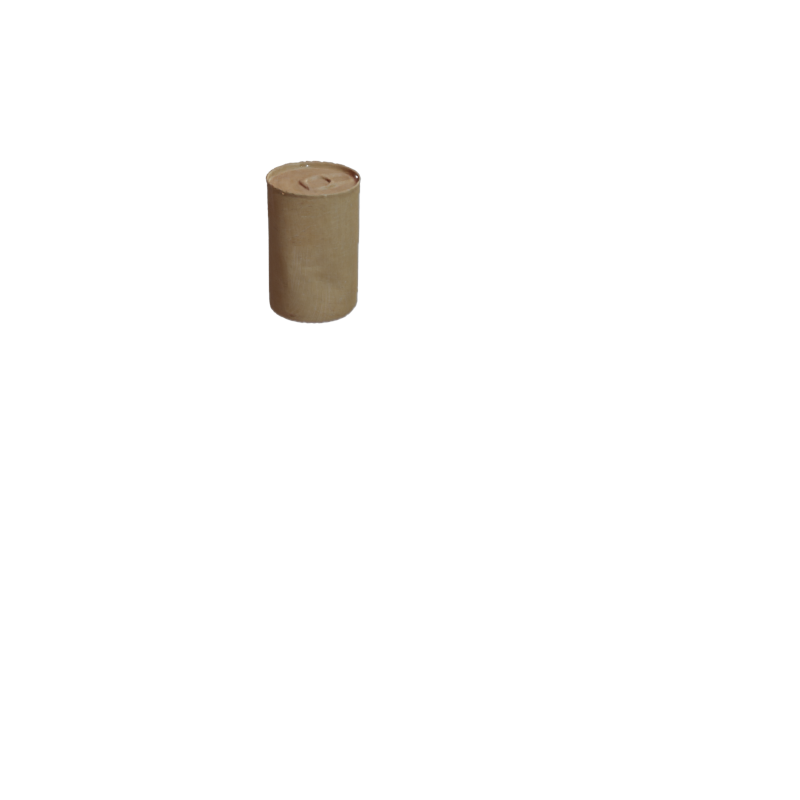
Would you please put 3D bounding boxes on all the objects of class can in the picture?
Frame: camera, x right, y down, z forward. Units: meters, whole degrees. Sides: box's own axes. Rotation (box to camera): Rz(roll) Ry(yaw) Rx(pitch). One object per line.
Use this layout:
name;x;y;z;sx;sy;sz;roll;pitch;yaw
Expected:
can;-0.063;-0.116;0.811;0.068;0.097;0.072;0;27;-2
